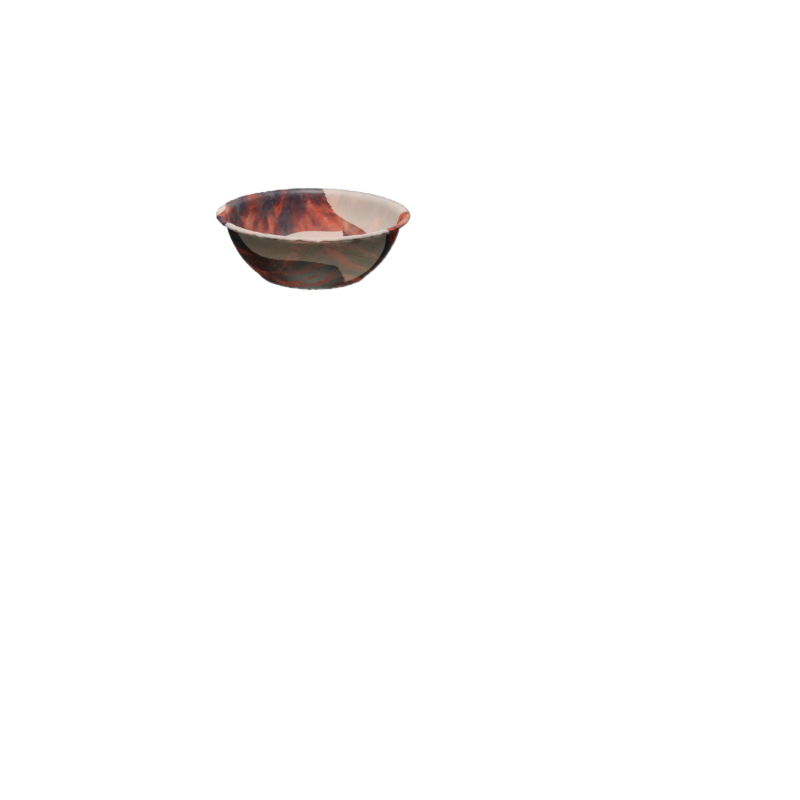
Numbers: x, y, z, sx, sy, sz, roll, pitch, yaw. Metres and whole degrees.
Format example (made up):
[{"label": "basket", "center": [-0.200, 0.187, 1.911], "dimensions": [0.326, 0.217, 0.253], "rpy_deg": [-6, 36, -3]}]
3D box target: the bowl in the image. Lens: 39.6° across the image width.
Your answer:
[{"label": "bowl", "center": [-0.073, -0.133, 0.931], "dimensions": [0.162, 0.053, 0.170], "rpy_deg": [-1, 24, -2]}]
